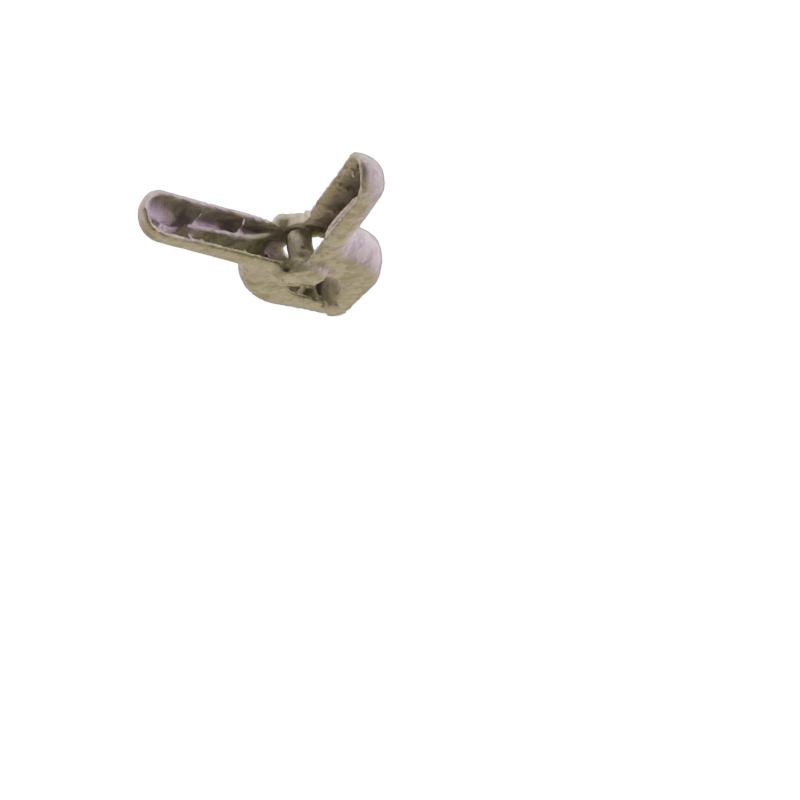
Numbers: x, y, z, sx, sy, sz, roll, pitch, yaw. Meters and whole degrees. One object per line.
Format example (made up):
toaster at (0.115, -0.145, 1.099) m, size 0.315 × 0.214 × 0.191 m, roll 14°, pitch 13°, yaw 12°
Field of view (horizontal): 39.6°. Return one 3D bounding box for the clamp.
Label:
clamp at (-0.046, -0.083, 0.583) m, size 0.123 × 0.041 × 0.162 m, roll -4°, pitch -11°, yaw 21°
